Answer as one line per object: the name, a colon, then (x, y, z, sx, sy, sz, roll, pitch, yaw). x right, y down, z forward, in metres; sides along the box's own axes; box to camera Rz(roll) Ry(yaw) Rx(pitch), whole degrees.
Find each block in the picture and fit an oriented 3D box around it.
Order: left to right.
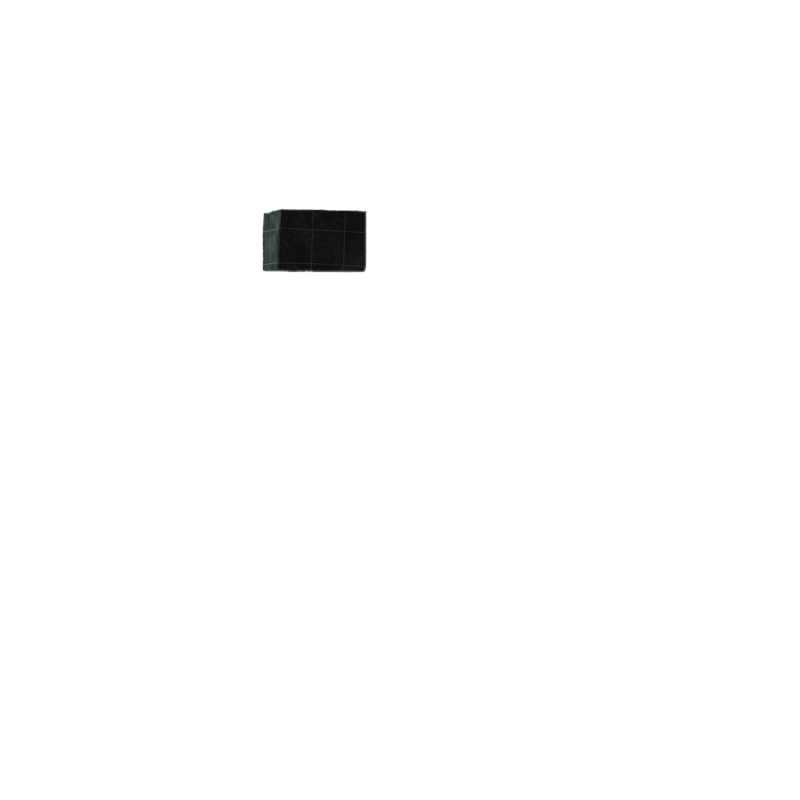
block: (-0.073, -0.133, 0.933, 0.076, 0.051, 0.054, -1, 3, -21)
